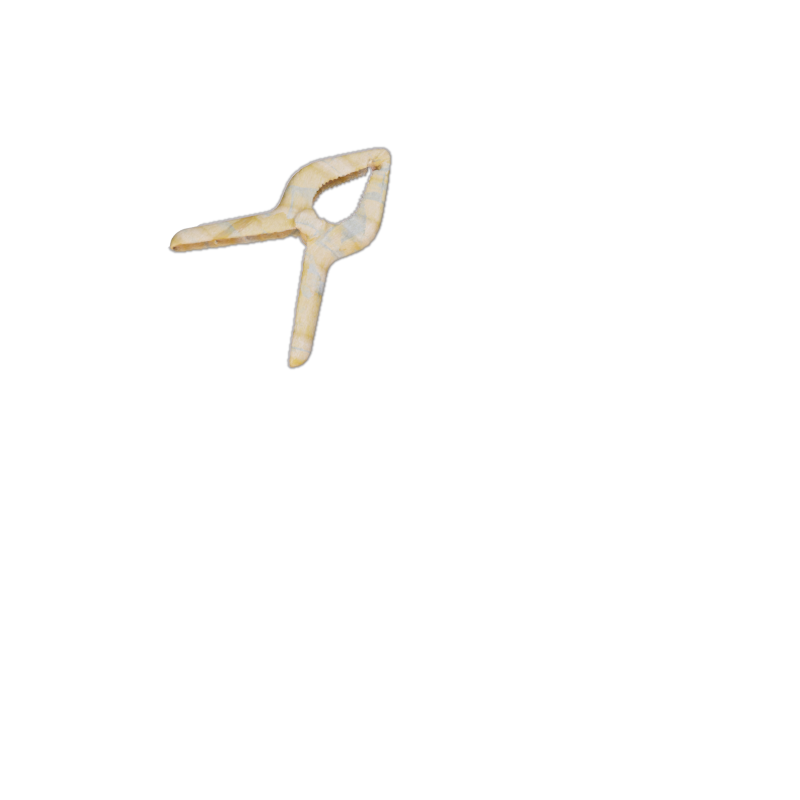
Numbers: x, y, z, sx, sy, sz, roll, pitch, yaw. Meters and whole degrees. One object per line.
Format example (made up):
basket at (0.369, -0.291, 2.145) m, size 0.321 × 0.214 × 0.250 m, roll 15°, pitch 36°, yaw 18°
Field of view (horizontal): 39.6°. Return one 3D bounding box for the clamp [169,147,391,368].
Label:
clamp at (-0.078, -0.142, 0.995) m, size 0.211 × 0.170 × 0.035 m, roll -38°, pitch -13°, yaw -10°
